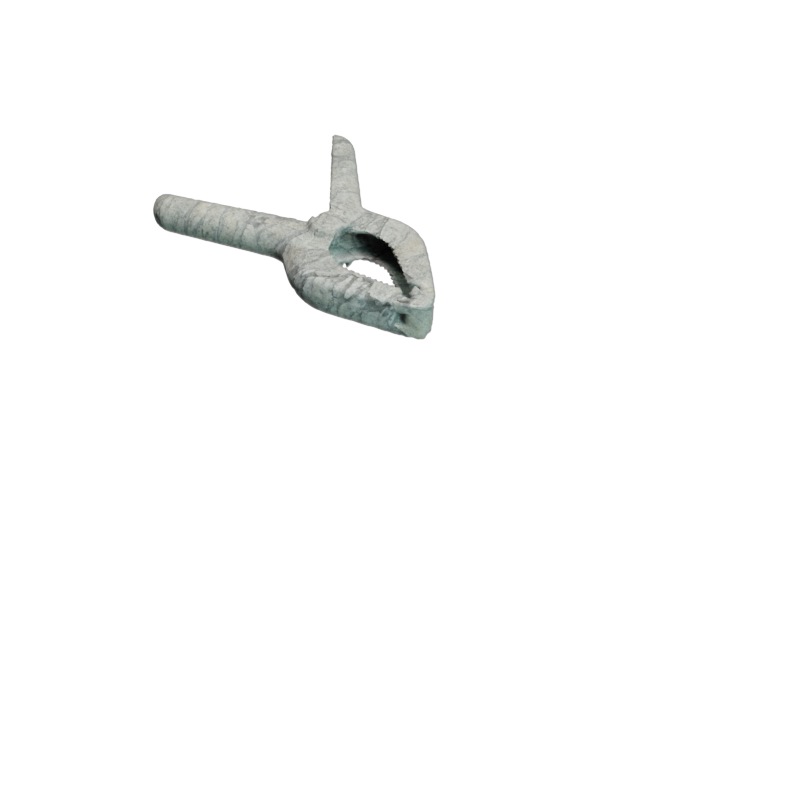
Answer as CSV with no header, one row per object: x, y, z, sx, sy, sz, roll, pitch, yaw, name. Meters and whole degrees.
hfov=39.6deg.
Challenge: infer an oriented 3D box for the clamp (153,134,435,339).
-0.058,-0.105,0.737,0.163,0.034,0.227,-21,45,-22,clamp
